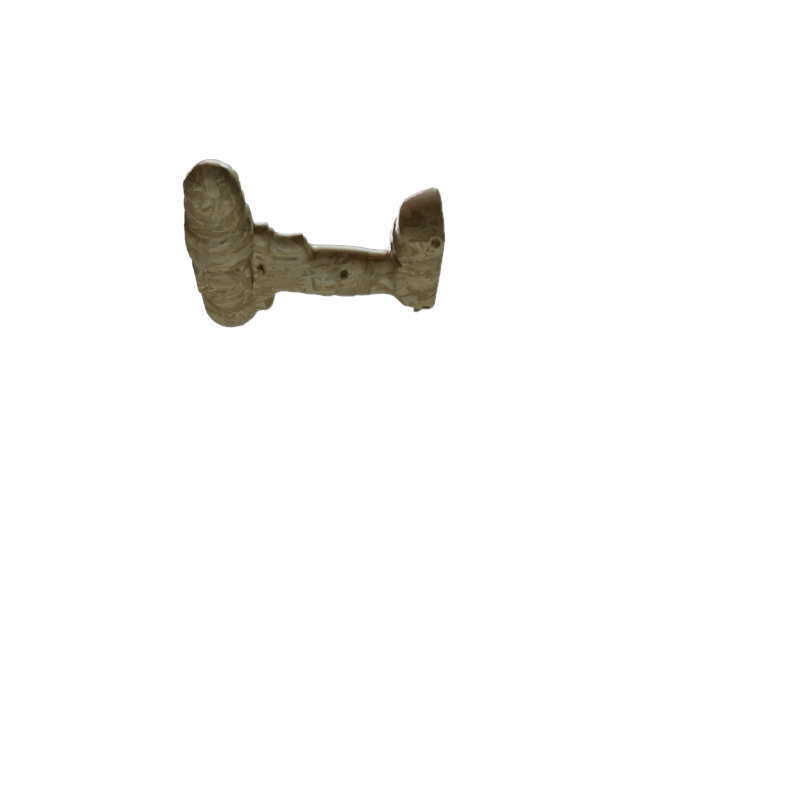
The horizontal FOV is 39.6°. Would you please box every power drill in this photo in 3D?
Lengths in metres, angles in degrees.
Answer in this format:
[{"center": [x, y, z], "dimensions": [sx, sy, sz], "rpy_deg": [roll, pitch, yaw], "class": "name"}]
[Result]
[{"center": [-0.064, -0.117, 0.818], "dimensions": [0.188, 0.061, 0.173], "rpy_deg": [0, -27, -1], "class": "power drill"}]
